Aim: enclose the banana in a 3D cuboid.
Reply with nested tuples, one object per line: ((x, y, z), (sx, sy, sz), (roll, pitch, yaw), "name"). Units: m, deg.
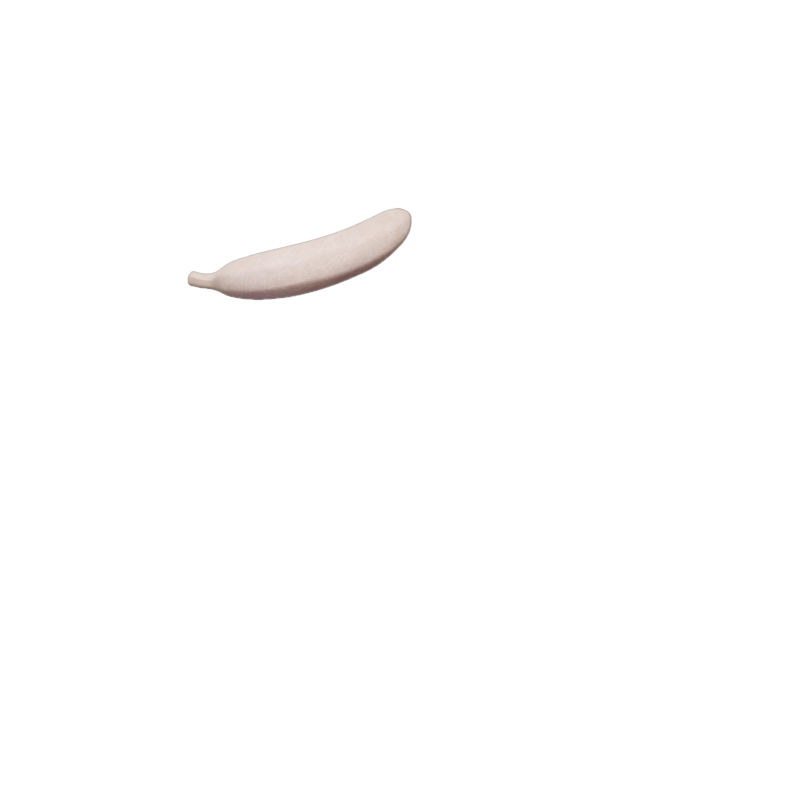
((-0.061, -0.113, 0.851), (0.195, 0.034, 0.075), (-19, 38, -26), "banana")
